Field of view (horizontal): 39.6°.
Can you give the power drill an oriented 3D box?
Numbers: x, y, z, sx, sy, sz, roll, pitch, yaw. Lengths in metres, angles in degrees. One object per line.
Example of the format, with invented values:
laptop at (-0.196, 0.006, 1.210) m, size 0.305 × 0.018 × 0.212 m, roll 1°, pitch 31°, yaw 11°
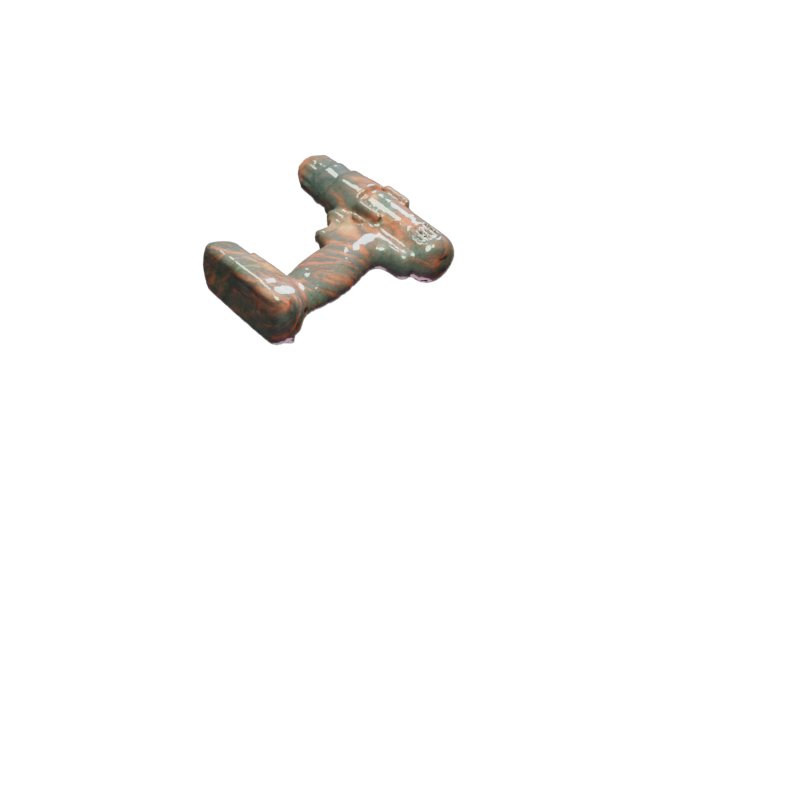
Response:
power drill at (-0.075, -0.137, 0.963) m, size 0.188 × 0.053 × 0.197 m, roll -32°, pitch 52°, yaw -29°
